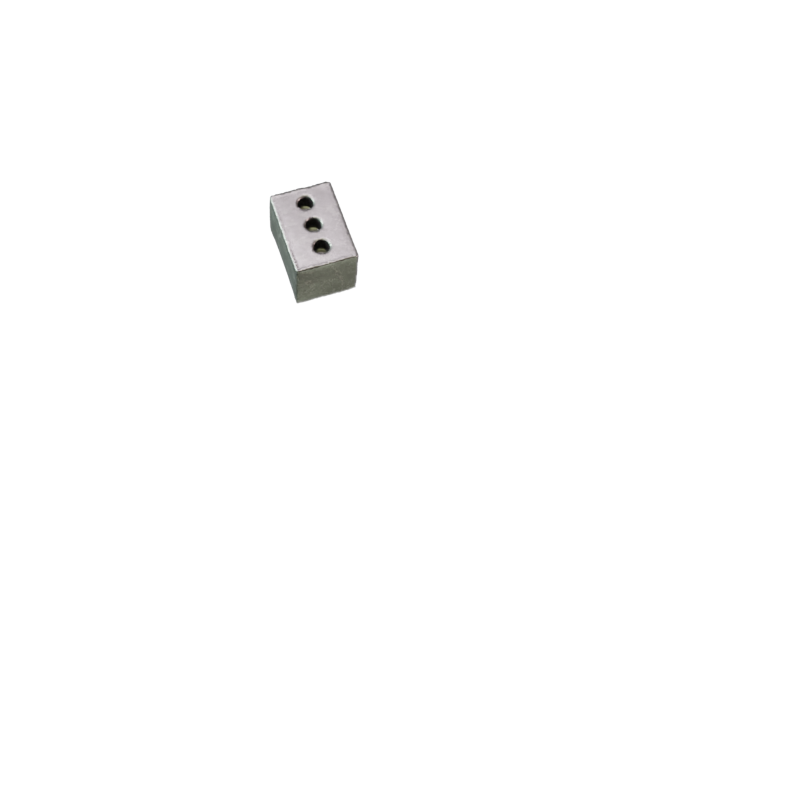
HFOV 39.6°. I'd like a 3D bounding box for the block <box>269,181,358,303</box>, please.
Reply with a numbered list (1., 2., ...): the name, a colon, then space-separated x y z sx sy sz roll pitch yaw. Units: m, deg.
1. block: -0.070 -0.127 0.893 0.052 0.084 0.048 -16 -29 -11
